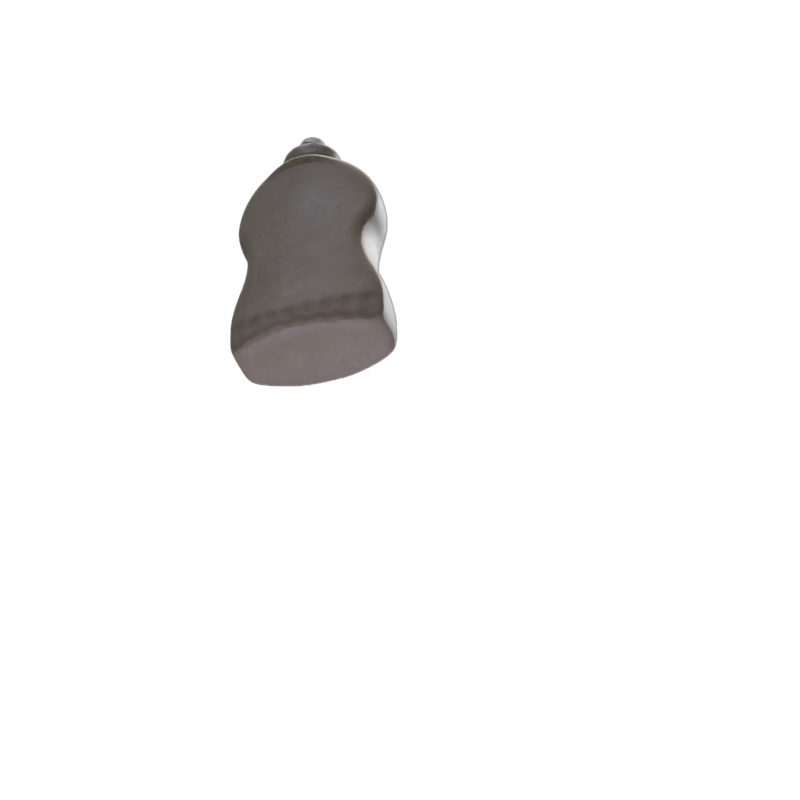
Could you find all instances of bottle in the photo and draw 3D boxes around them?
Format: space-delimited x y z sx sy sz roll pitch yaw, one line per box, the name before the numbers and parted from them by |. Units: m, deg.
bottle | -0.055 -0.101 0.706 0.097 0.206 0.054 -15 -43 12
